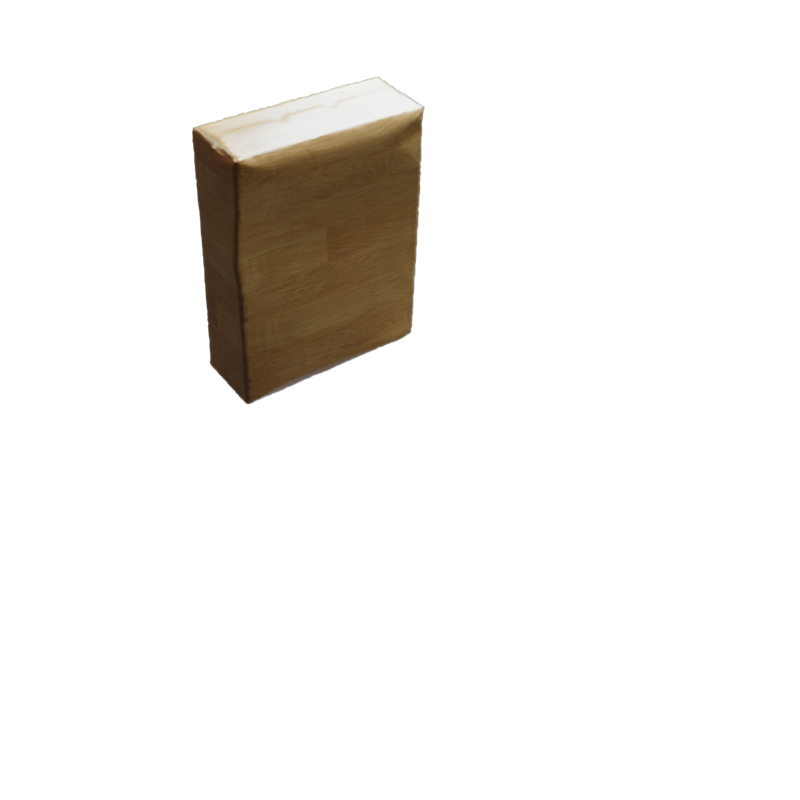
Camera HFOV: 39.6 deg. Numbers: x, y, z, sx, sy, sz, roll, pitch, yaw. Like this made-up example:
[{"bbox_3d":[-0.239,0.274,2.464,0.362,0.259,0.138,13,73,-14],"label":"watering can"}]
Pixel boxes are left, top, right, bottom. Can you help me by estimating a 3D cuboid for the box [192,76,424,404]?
[{"bbox_3d":[-0.066,-0.121,0.848,0.163,0.200,0.077,-22,43,-29],"label":"box"}]
